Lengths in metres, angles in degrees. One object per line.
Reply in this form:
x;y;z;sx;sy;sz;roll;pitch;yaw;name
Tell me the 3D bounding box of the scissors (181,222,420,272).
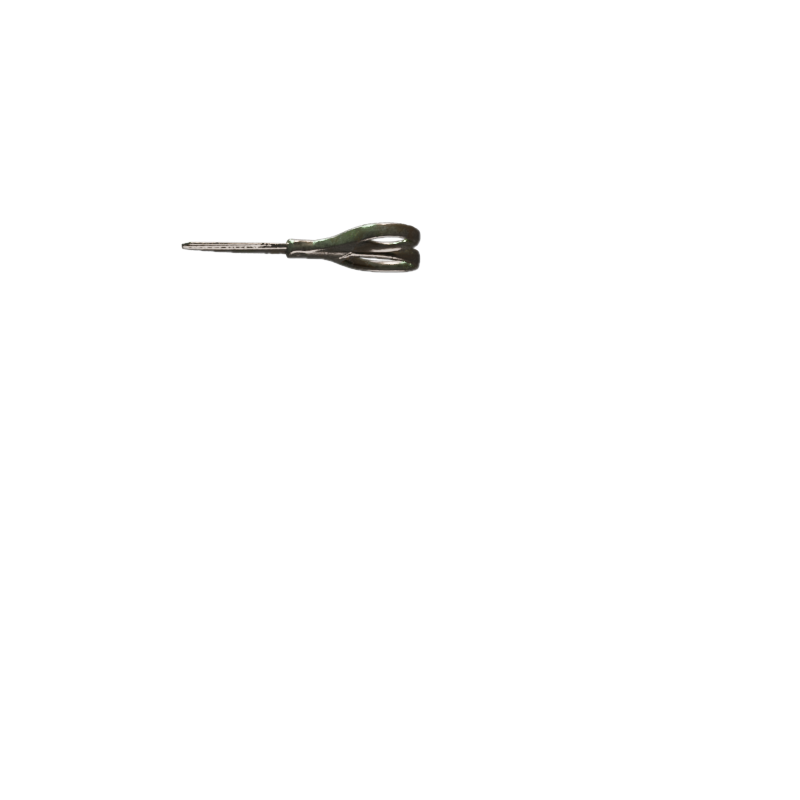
-0.072;-0.131;0.914;0.196;0.016;0.095;5;-16;-19;scissors
